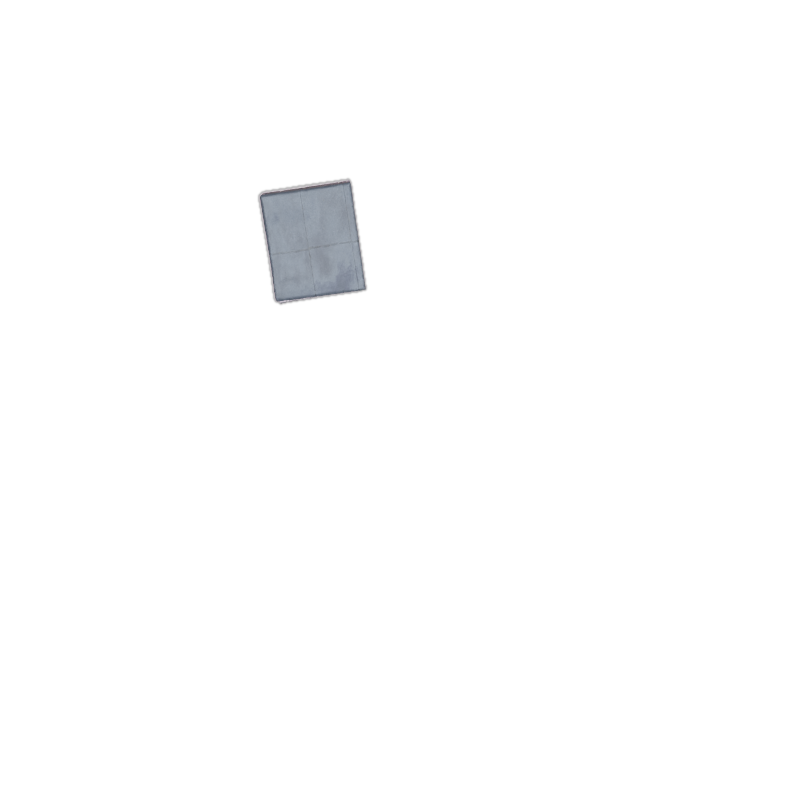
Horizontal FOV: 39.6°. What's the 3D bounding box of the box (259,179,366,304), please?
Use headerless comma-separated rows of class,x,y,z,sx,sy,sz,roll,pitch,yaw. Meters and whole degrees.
box,-0.069,-0.125,0.878,0.073,0.088,0.031,-8,6,0
